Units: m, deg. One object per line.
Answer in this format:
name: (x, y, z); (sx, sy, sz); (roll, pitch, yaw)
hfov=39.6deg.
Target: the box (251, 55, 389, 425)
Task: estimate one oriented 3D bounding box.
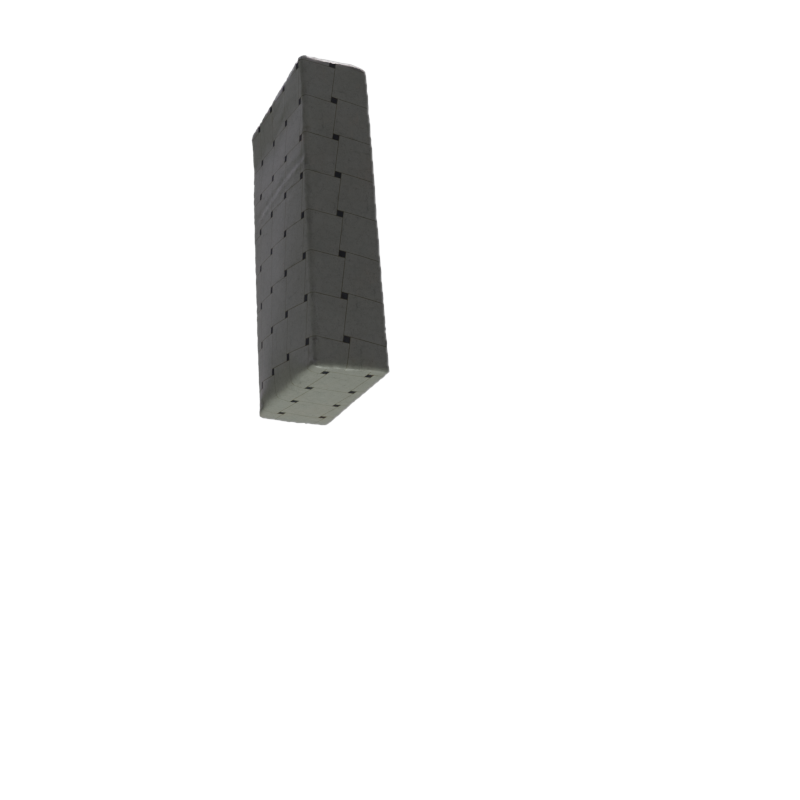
box: (-0.046, -0.085, 0.593); (0.046, 0.186, 0.091); (8, -25, -22)
